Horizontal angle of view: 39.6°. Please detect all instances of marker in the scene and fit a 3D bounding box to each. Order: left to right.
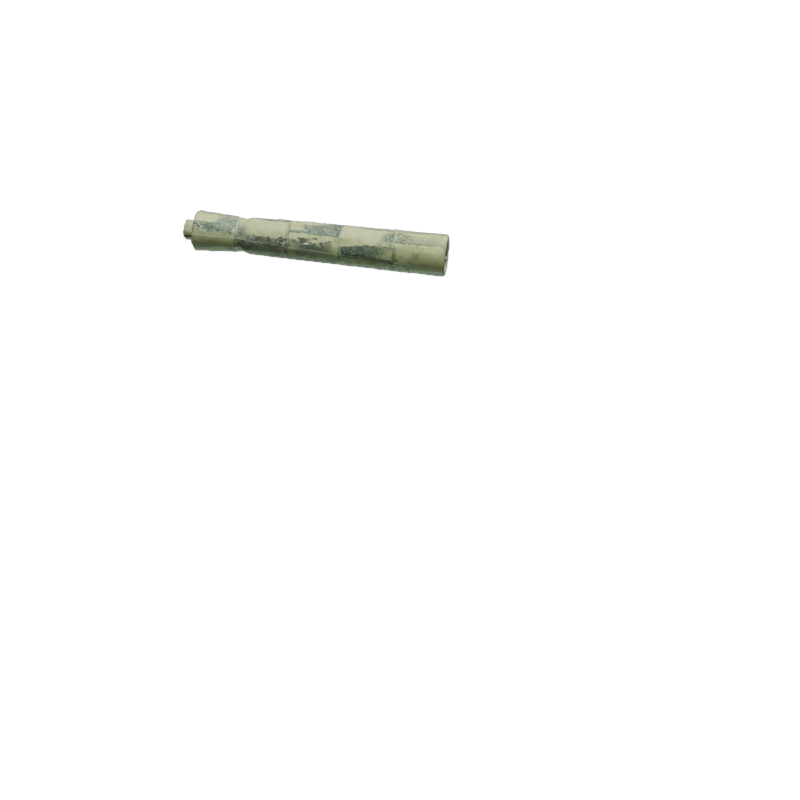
[{"bbox_3d":[-0.039,-0.071,0.500,0.123,0.020,0.020,8,5,12],"label":"marker"}]
